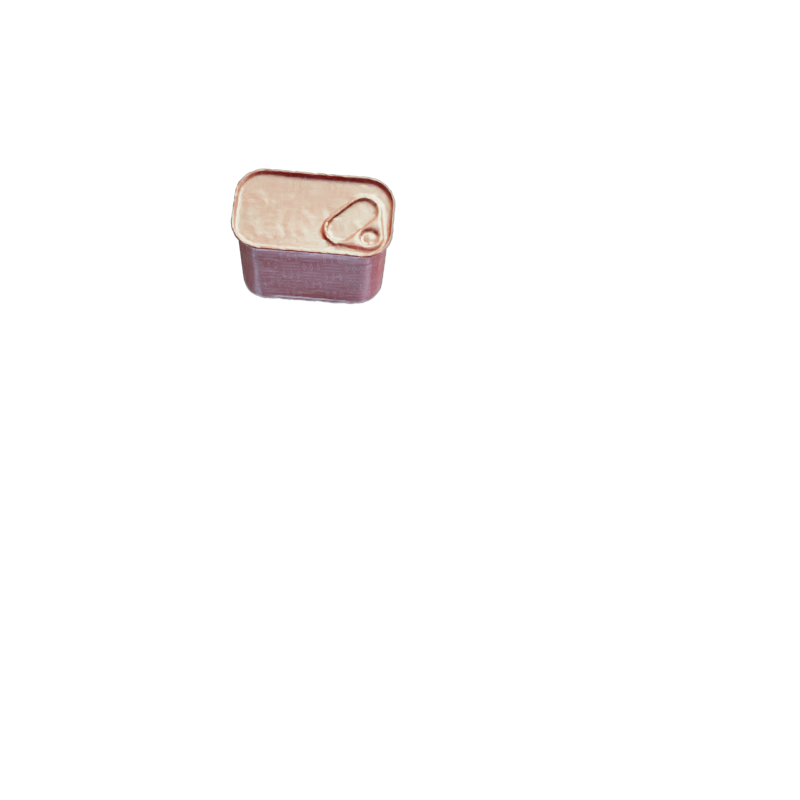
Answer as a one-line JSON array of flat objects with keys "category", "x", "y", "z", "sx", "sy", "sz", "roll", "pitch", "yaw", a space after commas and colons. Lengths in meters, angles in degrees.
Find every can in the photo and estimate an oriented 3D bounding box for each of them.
[{"category": "can", "x": -0.057, "y": -0.104, "z": 0.731, "sx": 0.102, "sy": 0.060, "sz": 0.079, "roll": 5, "pitch": -23, "yaw": 0}]
